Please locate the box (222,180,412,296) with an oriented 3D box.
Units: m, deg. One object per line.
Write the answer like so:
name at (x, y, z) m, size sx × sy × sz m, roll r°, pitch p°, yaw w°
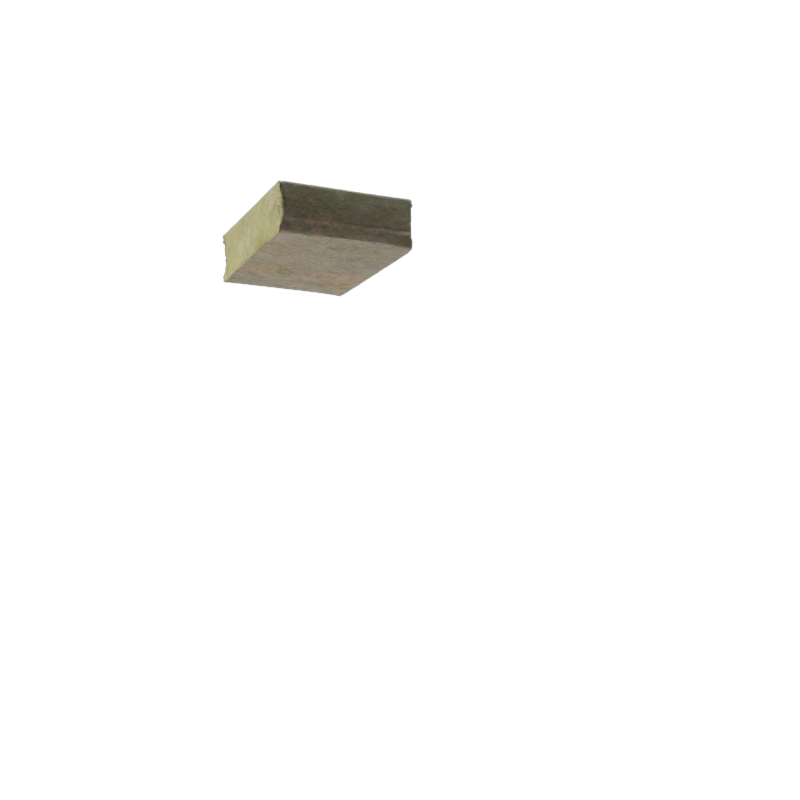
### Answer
box at (-0.056, -0.102, 0.714) m, size 0.087 × 0.040 × 0.113 m, roll 6°, pitch -16°, yaw -24°
